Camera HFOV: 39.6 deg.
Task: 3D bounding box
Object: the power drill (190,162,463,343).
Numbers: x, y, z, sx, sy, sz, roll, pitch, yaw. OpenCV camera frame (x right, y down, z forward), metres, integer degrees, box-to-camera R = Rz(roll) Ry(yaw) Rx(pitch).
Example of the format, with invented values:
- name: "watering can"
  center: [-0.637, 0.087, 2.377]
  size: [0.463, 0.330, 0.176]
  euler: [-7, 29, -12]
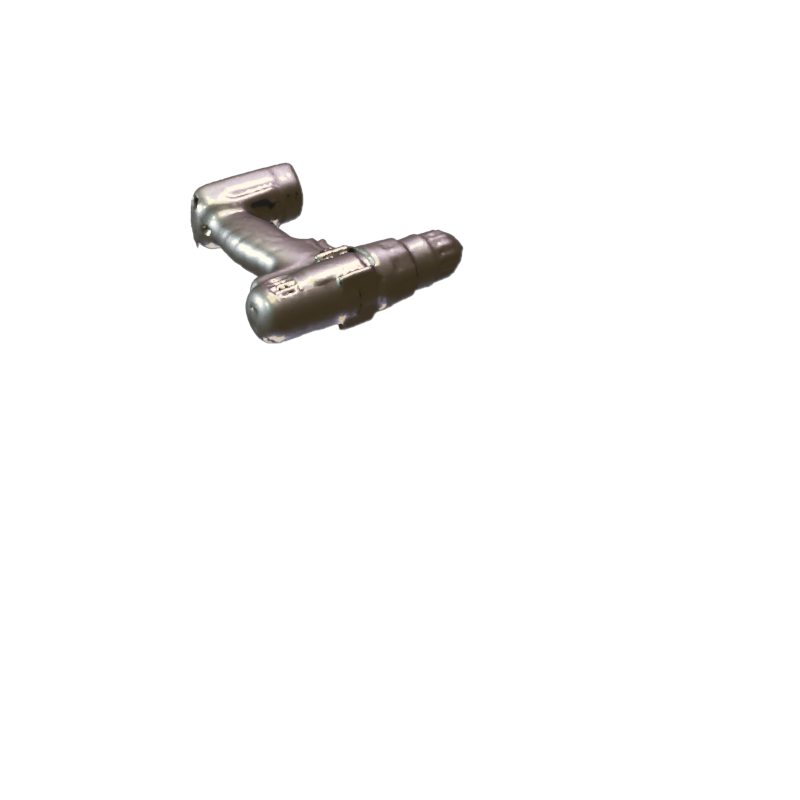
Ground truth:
- name: "power drill"
  center: [-0.069, -0.127, 0.886]
  size: [0.182, 0.054, 0.202]
  euler: [-20, 40, -27]
